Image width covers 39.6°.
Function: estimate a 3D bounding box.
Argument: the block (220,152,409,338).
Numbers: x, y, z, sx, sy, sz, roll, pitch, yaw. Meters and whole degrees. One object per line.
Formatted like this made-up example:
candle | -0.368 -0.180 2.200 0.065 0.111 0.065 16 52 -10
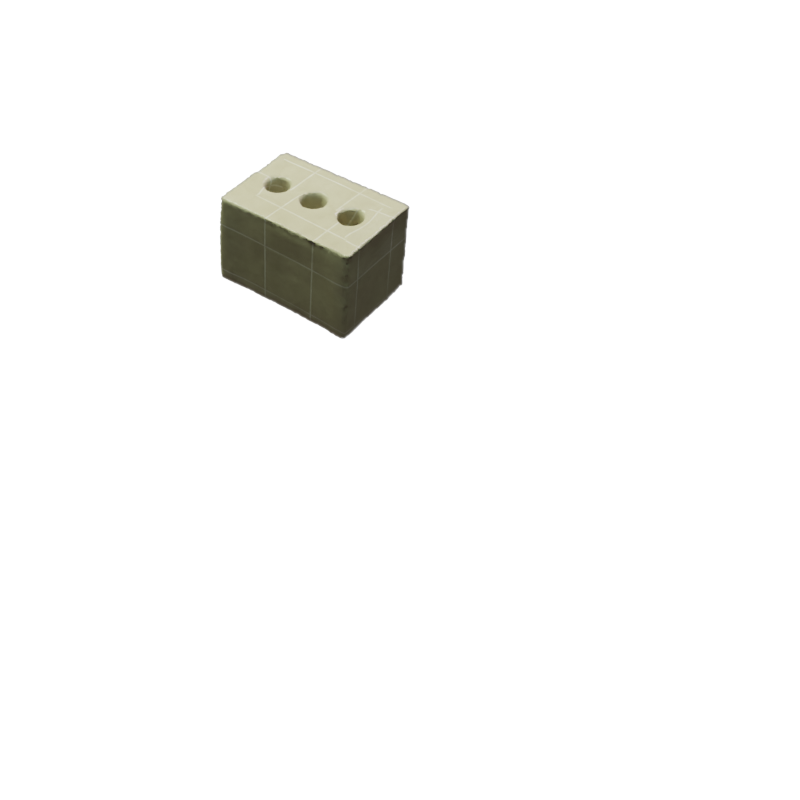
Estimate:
block | -0.042 -0.077 0.540 0.082 0.048 0.054 26 48 25
